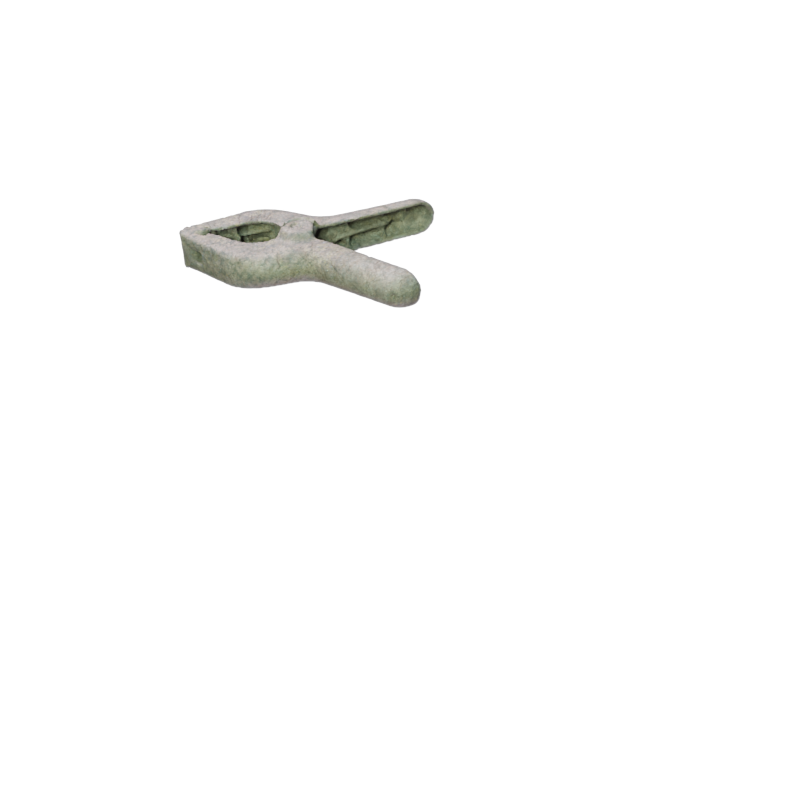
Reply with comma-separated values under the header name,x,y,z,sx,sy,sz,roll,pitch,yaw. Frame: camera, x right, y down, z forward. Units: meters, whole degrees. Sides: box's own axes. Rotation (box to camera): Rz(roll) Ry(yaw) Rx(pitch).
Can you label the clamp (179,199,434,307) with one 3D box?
name,x,y,z,sx,sy,sz,roll,pitch,yaw
clamp,-0.058,-0.106,0.741,0.176,0.037,0.124,9,30,15
